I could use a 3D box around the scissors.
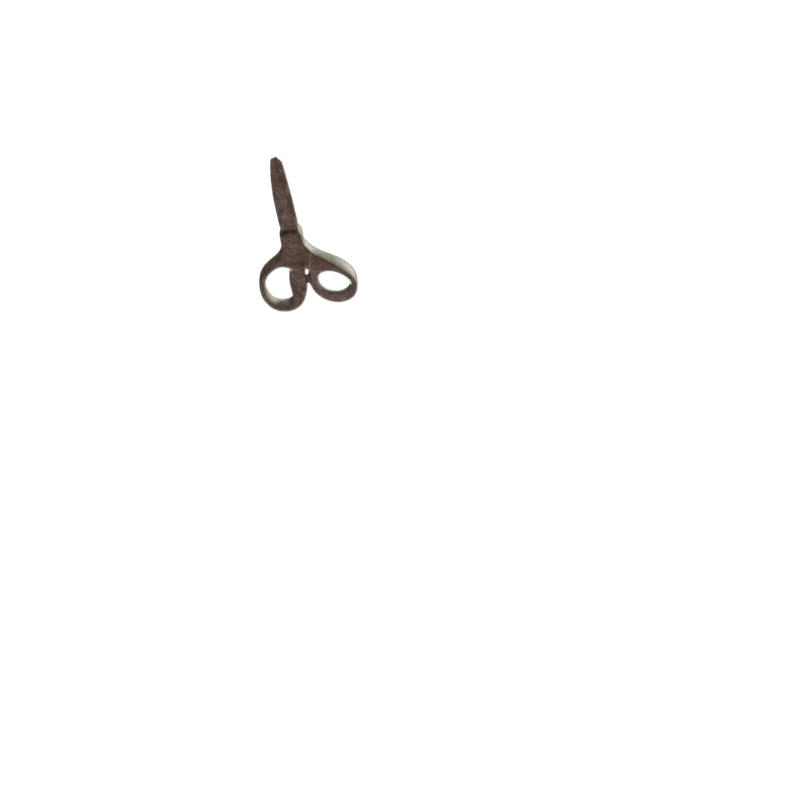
[{"bbox_3d":[-0.073,-0.133,0.930,0.095,0.017,0.191,6,-32,-10],"label":"scissors"}]
